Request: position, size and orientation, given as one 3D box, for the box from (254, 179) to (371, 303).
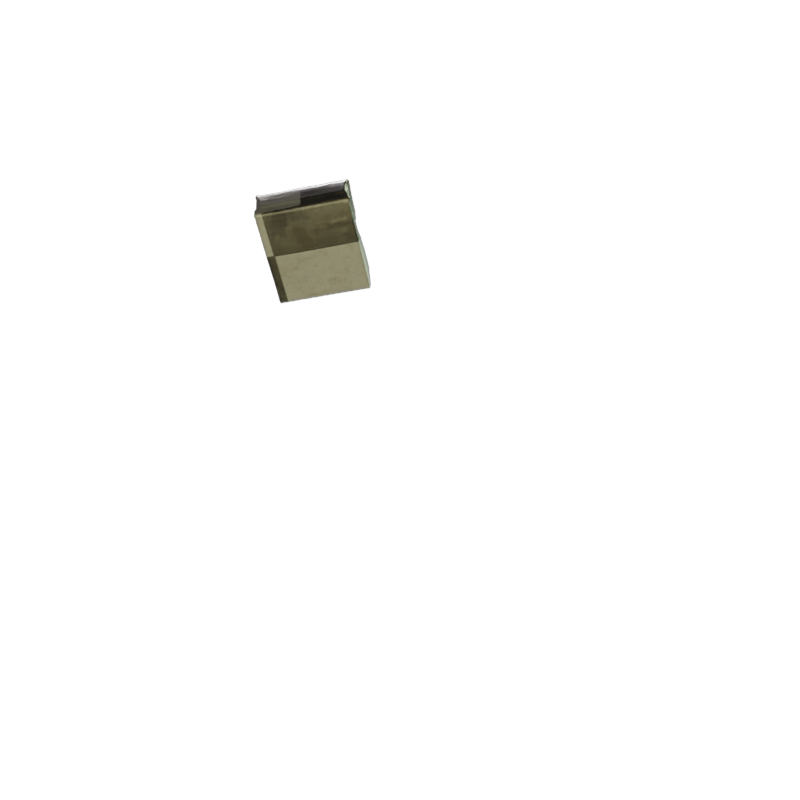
[{"bbox_3d":[-0.067,-0.122,0.851,0.073,0.083,0.032,-9,37,6],"label":"box"}]
